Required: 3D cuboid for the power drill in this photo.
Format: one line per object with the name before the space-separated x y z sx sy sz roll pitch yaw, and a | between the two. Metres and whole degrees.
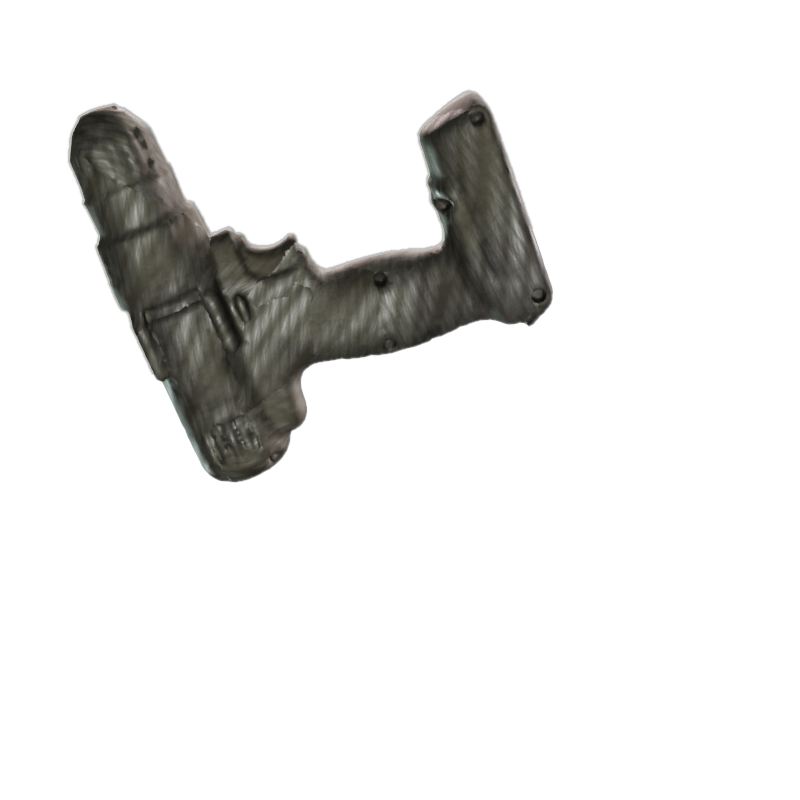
power drill | -0.040 -0.072 0.506 0.188 0.178 0.059 -21 14 5
